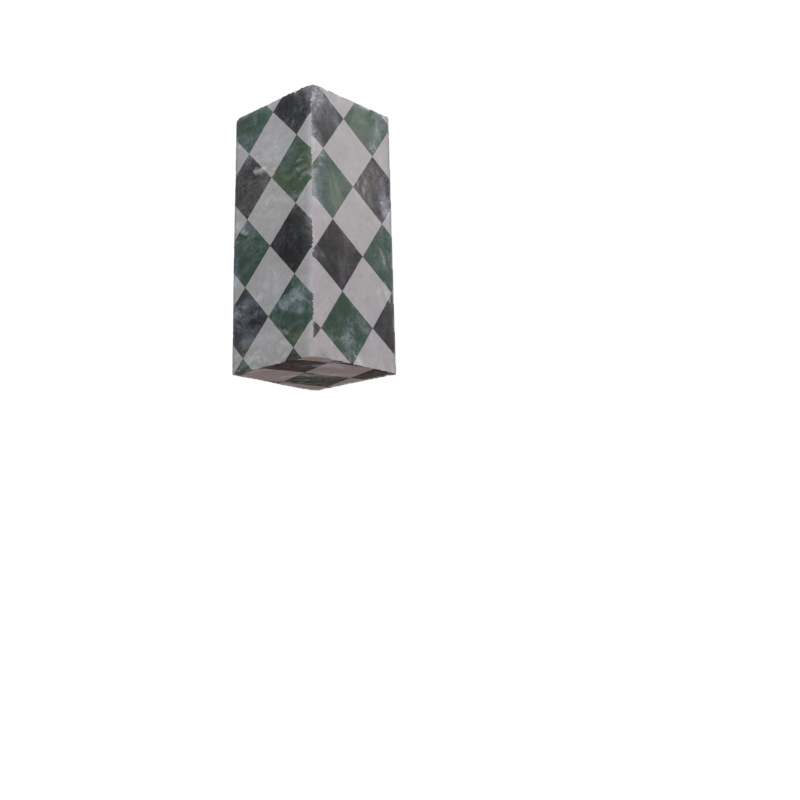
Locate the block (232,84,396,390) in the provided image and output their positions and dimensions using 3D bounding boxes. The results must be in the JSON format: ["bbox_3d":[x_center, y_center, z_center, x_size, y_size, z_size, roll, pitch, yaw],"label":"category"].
[{"bbox_3d":[-0.067,-0.121,0.845,0.092,0.215,0.085,-17,-23,41],"label":"block"}]
